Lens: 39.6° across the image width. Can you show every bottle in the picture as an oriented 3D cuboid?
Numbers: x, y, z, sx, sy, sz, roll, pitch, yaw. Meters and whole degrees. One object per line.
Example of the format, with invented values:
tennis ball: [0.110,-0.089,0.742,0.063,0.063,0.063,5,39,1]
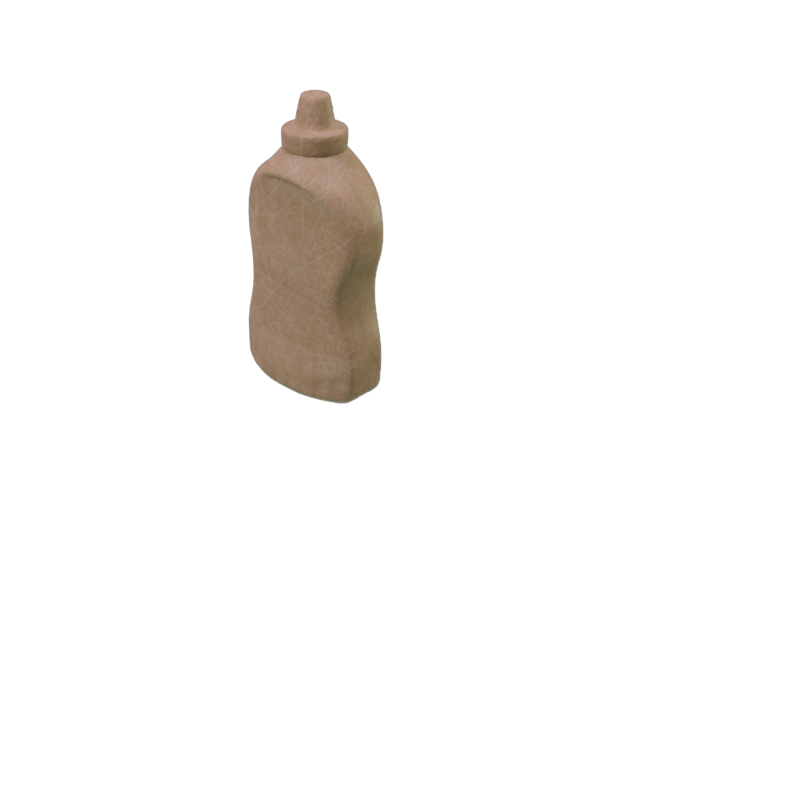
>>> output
bottle: [-0.054,-0.099,0.695,0.058,0.182,0.102,-22,35,-40]
